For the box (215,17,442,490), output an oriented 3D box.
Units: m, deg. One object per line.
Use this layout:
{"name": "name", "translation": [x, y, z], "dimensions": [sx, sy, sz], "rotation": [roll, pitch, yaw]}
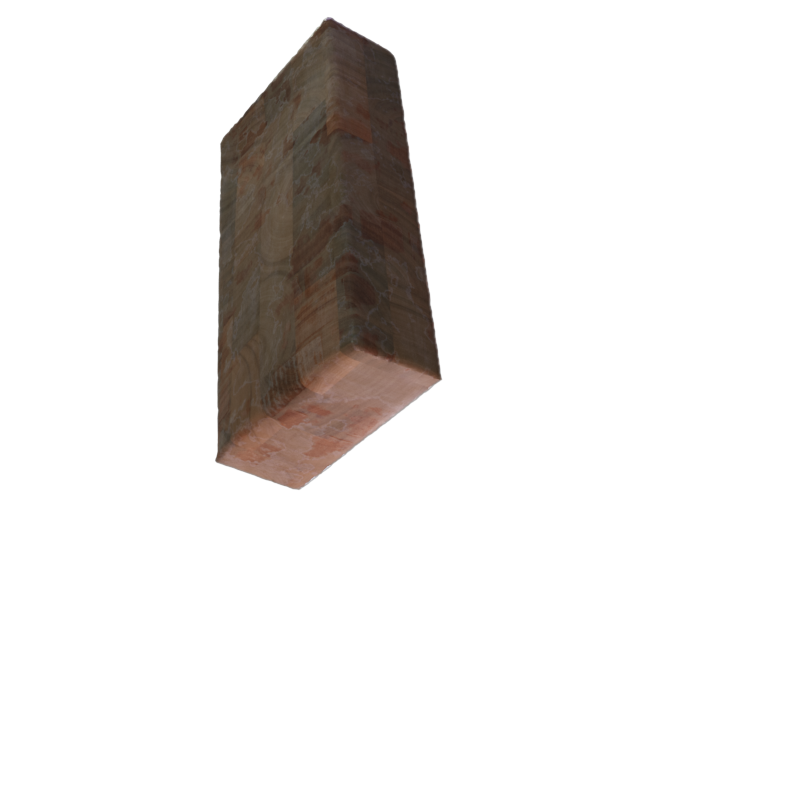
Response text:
{"name": "box", "translation": [-0.035, -0.065, 0.453], "dimensions": [0.045, 0.189, 0.092], "rotation": [24, -46, -30]}
